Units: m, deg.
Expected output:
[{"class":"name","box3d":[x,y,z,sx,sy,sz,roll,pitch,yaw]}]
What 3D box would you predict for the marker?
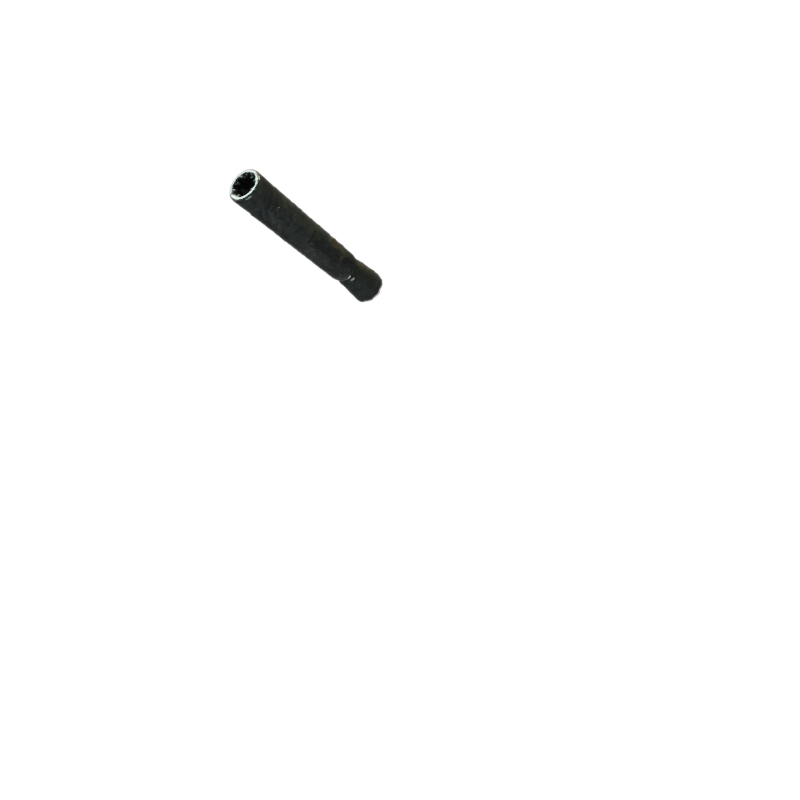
[{"class":"marker","box3d":[-0.046,-0.083,0.585,0.021,0.020,0.112,3,-22,38]}]
